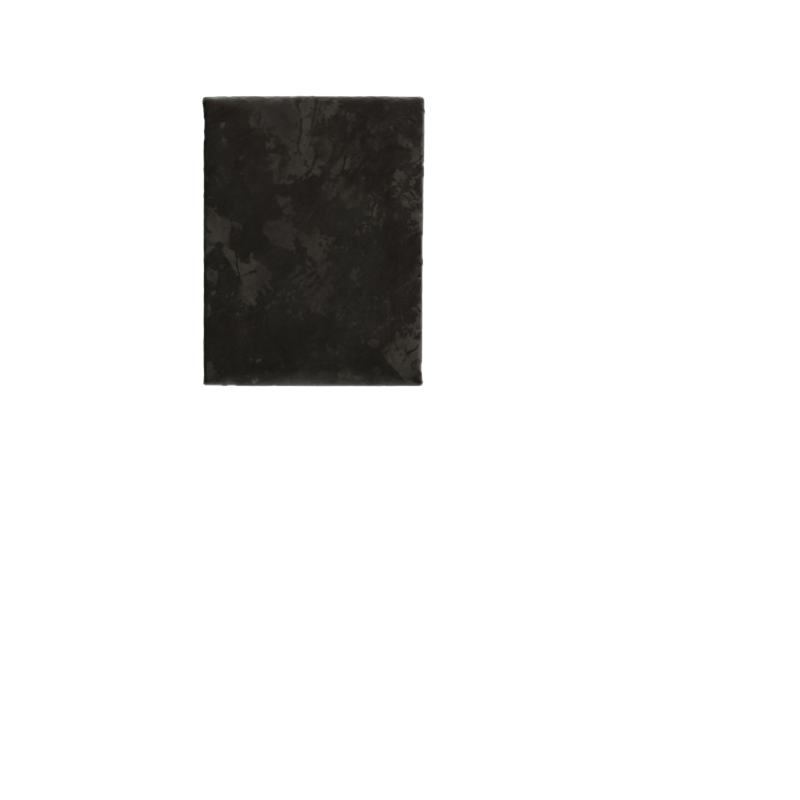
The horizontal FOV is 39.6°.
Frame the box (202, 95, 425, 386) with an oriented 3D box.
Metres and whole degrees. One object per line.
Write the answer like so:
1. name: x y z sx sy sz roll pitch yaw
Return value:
1. box: -0.066 -0.120 0.840 0.164 0.213 0.072 0 2 -2
